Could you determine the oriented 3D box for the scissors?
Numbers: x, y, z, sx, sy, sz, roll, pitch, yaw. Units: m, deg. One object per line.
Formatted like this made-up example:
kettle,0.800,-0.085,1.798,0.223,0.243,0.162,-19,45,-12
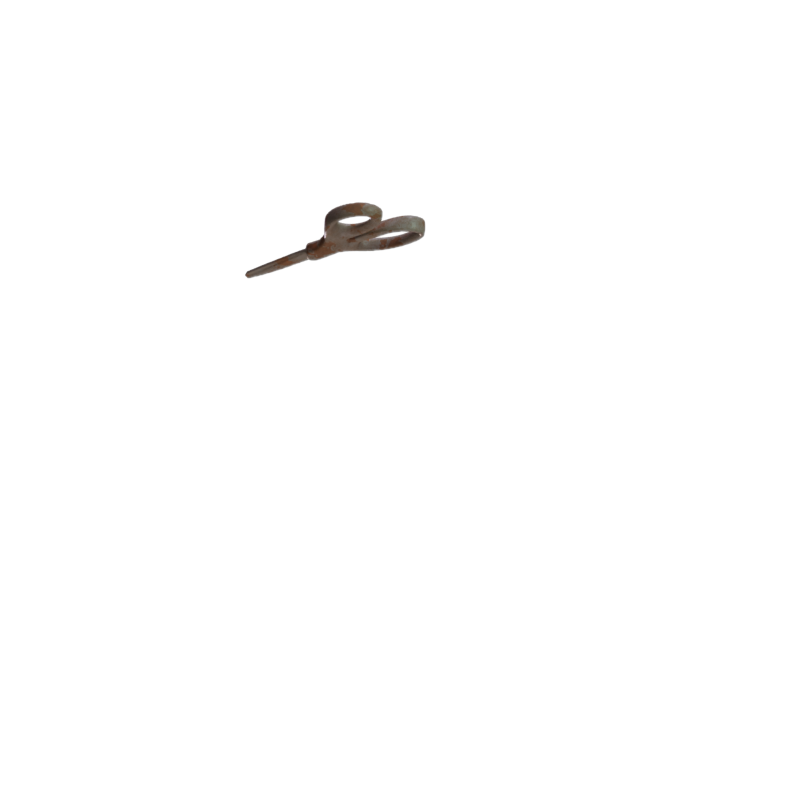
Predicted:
scissors,-0.077,-0.141,0.985,0.206,0.016,0.090,-8,-17,27
